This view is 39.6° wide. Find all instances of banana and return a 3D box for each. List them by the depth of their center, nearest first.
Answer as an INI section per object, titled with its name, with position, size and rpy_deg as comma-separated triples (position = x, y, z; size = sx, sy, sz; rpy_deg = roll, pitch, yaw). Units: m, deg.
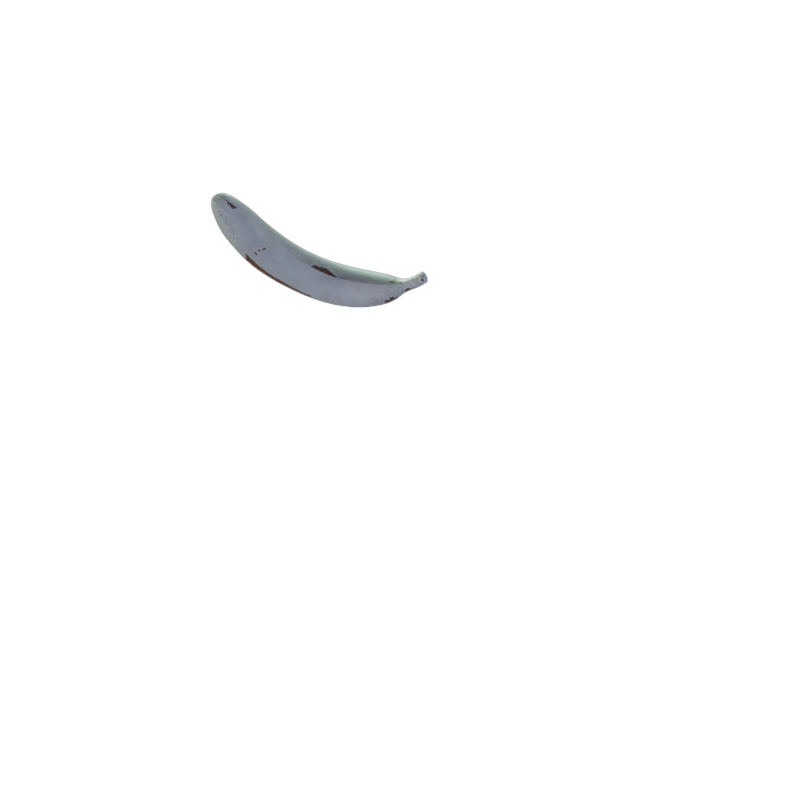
[banana]
position = -0.079, -0.121, 0.954
size = 0.192, 0.067, 0.039
rpy_deg = 19, 34, -14
